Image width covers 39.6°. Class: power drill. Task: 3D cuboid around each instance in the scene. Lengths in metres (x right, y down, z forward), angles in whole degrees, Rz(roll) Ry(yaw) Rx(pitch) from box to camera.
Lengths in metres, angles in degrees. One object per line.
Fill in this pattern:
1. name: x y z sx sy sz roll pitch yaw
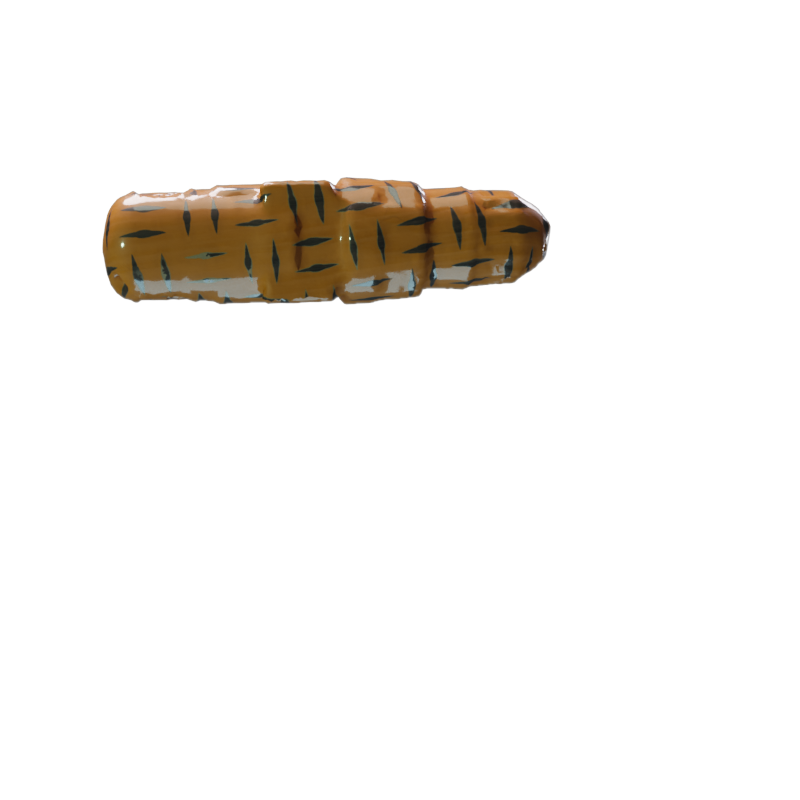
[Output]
1. power drill: -0.041 -0.075 0.527 0.183 0.057 0.190 -1 5 -8
